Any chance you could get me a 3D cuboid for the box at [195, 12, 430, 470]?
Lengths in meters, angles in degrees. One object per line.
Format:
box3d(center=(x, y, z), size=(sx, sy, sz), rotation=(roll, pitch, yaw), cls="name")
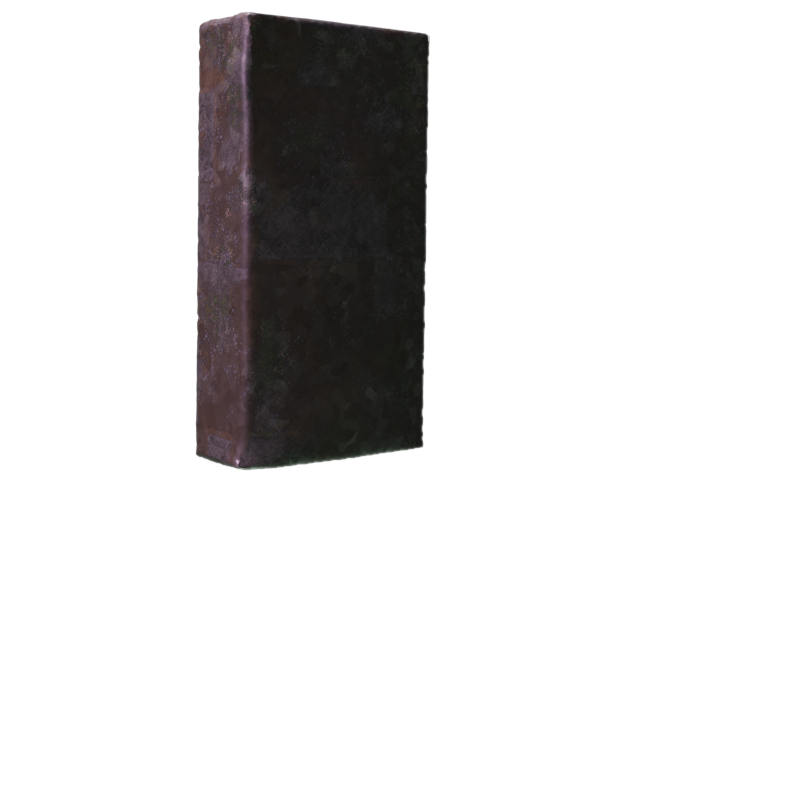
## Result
box3d(center=(-0.036, -0.065, 0.457), size=(0.090, 0.176, 0.050), rotation=(-1, 2, -37), cls="box")
